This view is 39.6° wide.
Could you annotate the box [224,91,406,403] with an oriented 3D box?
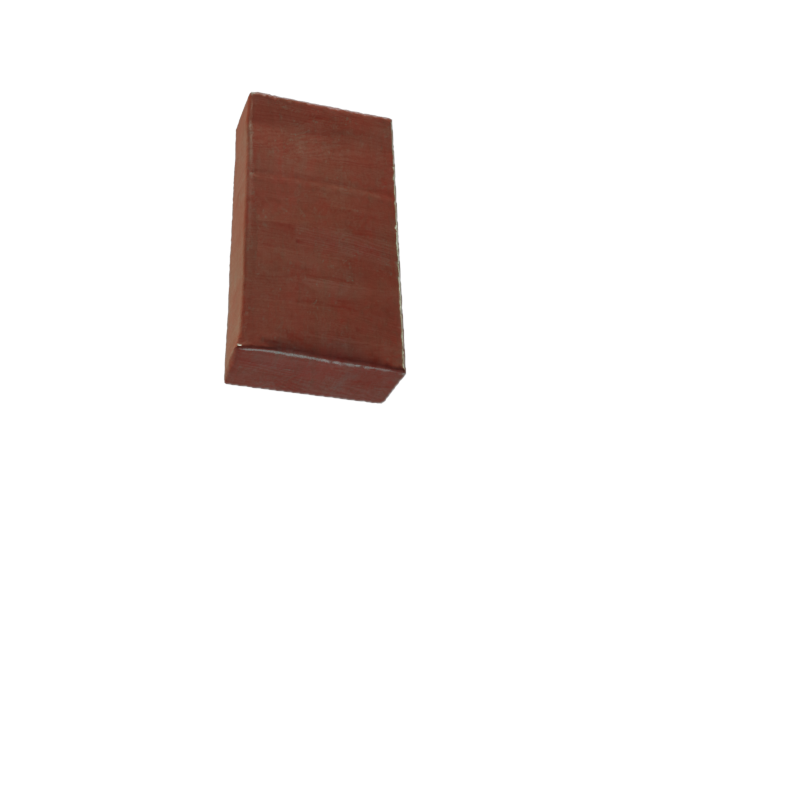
[{"bbox_3d":[-0.050,-0.090,0.634,0.091,0.188,0.046,8,-35,-15],"label":"box"}]
